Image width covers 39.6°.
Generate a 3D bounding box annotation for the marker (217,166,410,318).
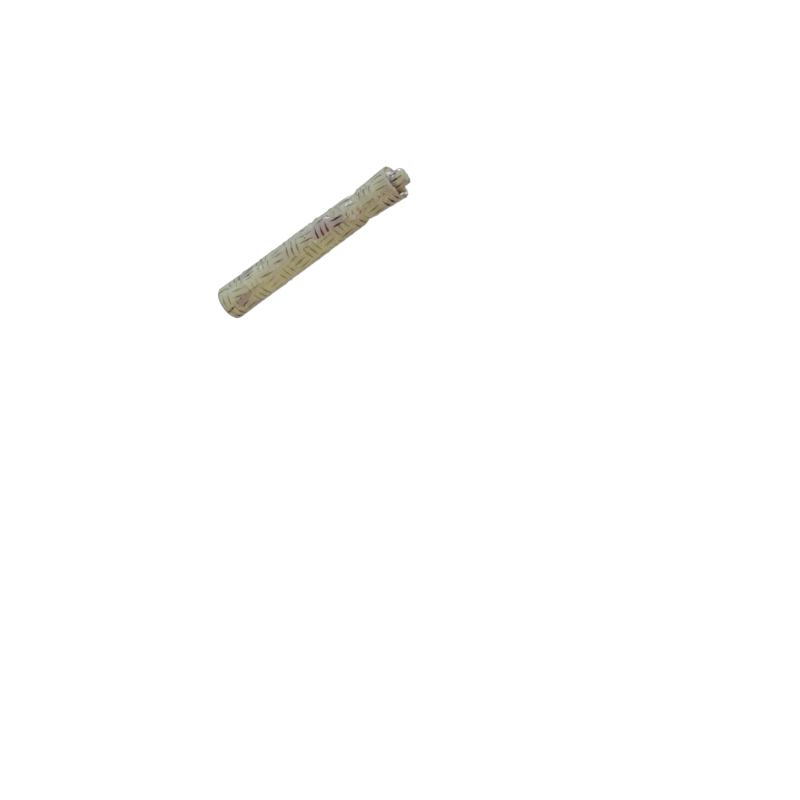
[{"bbox_3d":[-0.044,-0.081,0.564,0.120,0.020,0.019,-33,-11,24],"label":"marker"}]
